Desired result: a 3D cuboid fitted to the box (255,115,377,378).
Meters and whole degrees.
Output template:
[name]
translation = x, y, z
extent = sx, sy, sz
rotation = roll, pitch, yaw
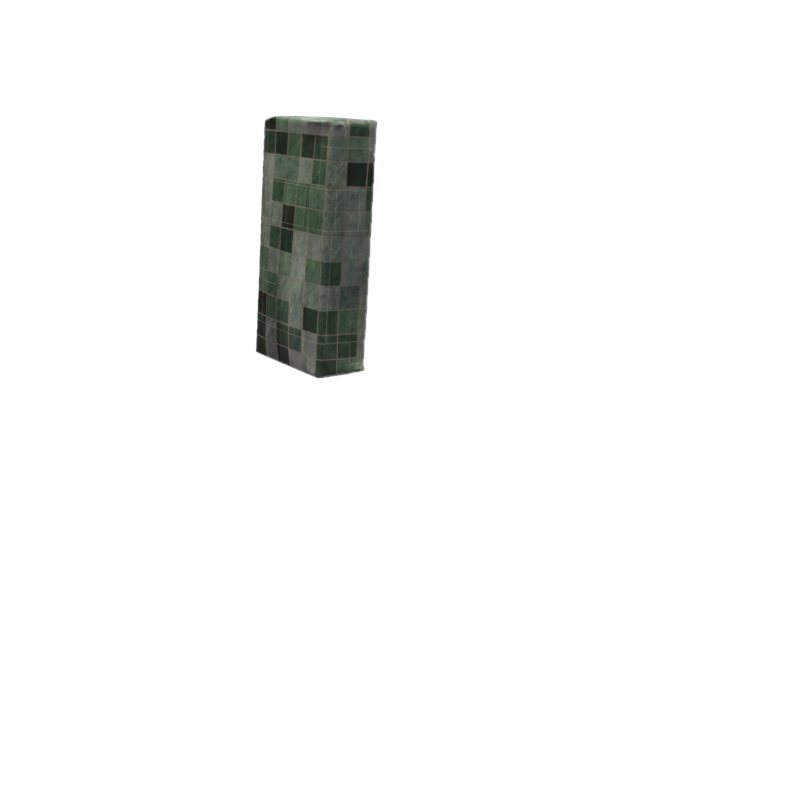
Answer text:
[box]
translation = -0.062, -0.112, 0.785
extent = 0.047, 0.173, 0.098
rotation = -5, 11, -34
